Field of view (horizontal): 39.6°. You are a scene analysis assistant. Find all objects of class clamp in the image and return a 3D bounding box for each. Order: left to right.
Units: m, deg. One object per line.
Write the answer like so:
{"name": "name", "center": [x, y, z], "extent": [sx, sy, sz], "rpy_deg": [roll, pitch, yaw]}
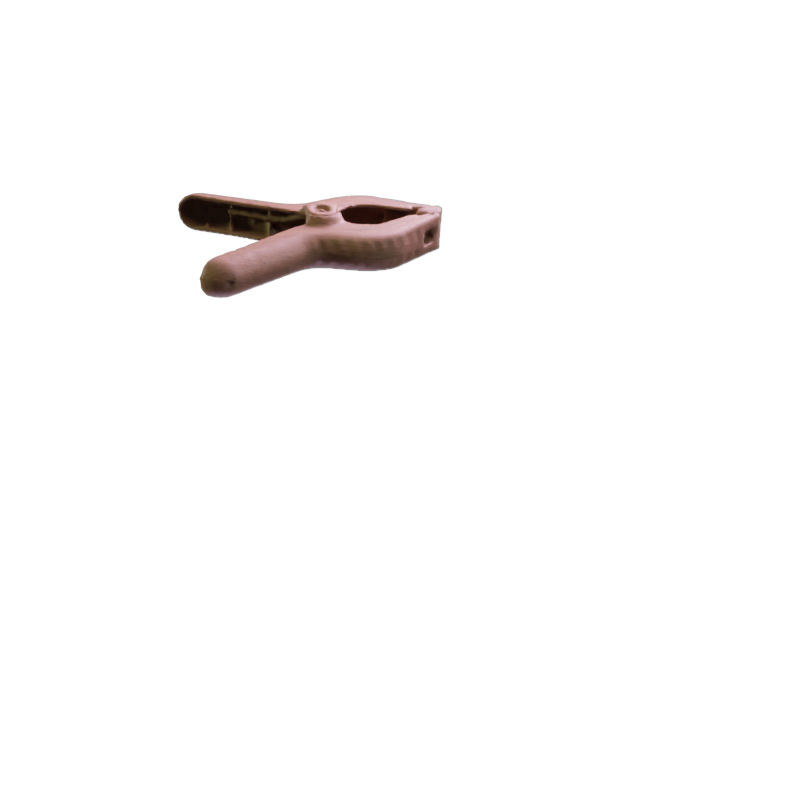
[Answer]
{"name": "clamp", "center": [-0.054, -0.099, 0.694], "extent": [0.170, 0.037, 0.129], "rpy_deg": [-3, 36, -5]}
